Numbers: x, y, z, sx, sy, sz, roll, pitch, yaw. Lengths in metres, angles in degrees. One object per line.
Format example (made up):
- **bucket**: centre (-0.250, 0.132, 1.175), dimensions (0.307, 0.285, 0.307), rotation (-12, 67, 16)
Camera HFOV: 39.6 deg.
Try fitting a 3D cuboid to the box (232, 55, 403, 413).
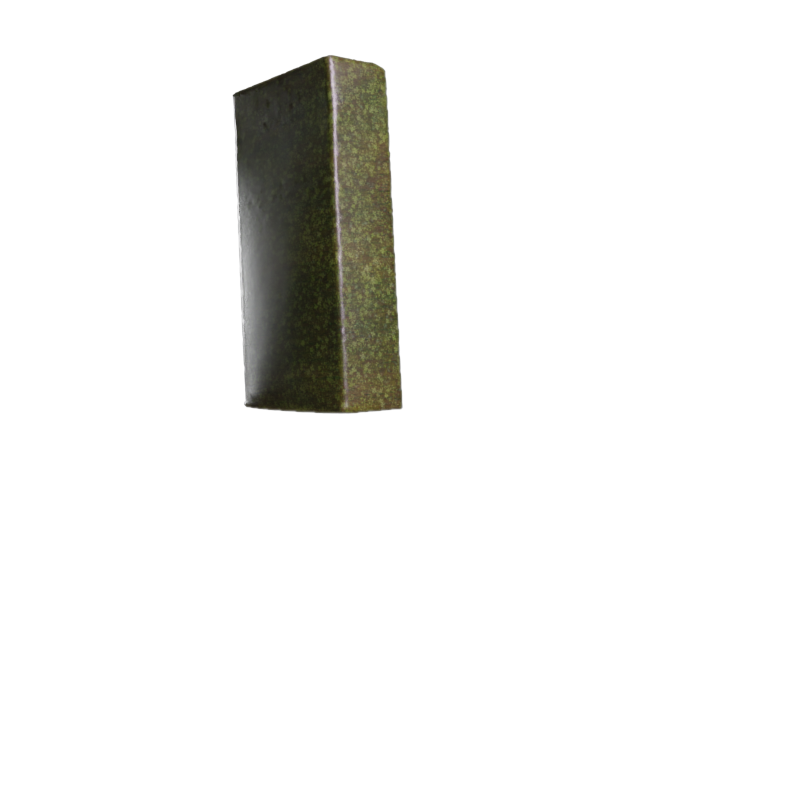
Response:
- **box**: centre (-0.045, -0.083, 0.582), dimensions (0.046, 0.179, 0.096), rotation (5, -7, -39)
